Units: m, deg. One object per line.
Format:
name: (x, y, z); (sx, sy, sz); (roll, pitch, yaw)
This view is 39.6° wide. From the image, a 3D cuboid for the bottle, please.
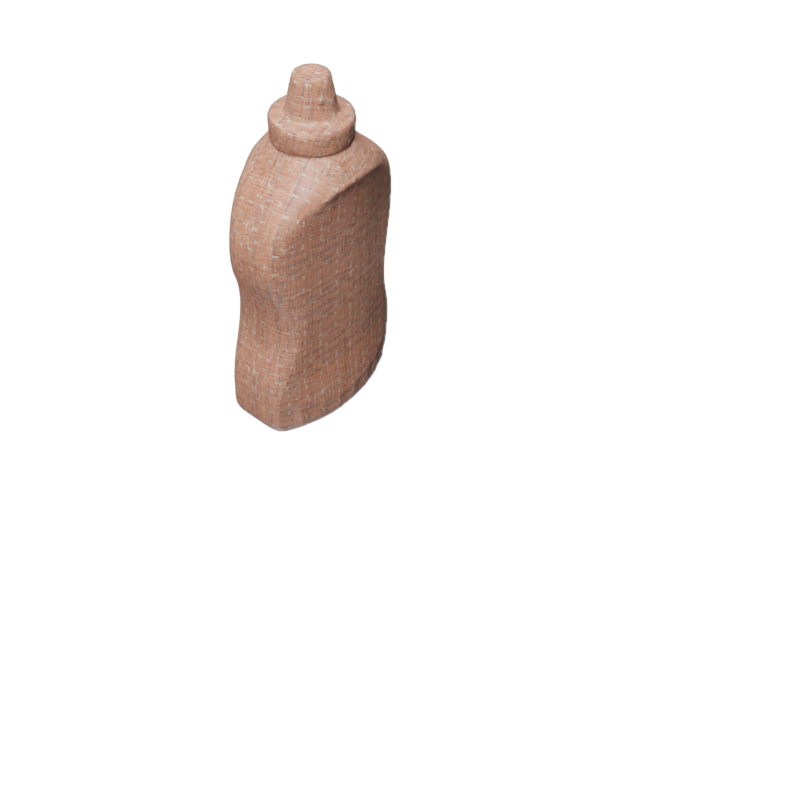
bottle: (-0.044, -0.079, 0.554); (0.062, 0.179, 0.097); (30, 48, 27)
